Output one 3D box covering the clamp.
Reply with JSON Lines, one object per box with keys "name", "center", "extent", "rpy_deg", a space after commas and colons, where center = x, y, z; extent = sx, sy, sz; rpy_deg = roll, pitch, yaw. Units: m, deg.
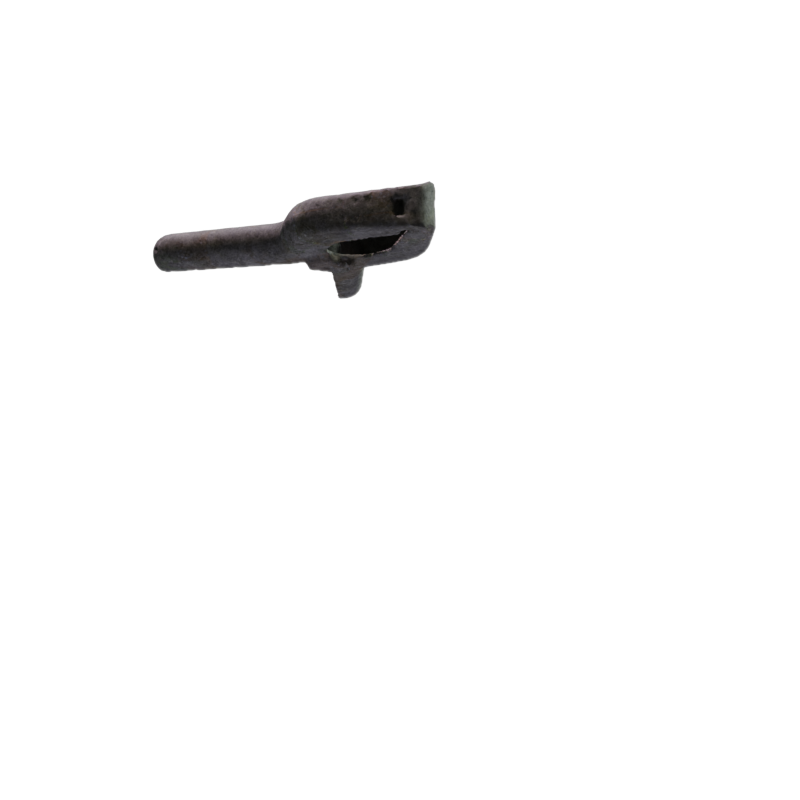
{"name": "clamp", "center": [-0.056, -0.102, 0.715], "extent": [0.158, 0.037, 0.212], "rpy_deg": [4, -8, -28]}
